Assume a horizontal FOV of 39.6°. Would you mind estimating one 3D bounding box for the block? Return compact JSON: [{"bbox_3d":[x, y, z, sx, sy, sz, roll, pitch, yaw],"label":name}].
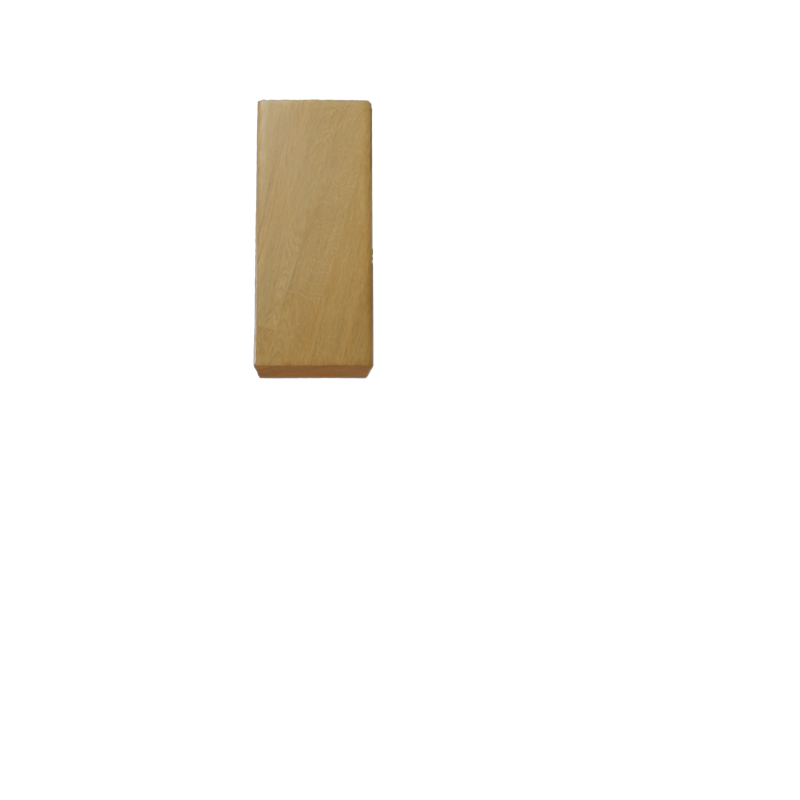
[{"bbox_3d":[-0.068,-0.125,0.875,0.090,0.212,0.088,0,-11,-3],"label":"block"}]
